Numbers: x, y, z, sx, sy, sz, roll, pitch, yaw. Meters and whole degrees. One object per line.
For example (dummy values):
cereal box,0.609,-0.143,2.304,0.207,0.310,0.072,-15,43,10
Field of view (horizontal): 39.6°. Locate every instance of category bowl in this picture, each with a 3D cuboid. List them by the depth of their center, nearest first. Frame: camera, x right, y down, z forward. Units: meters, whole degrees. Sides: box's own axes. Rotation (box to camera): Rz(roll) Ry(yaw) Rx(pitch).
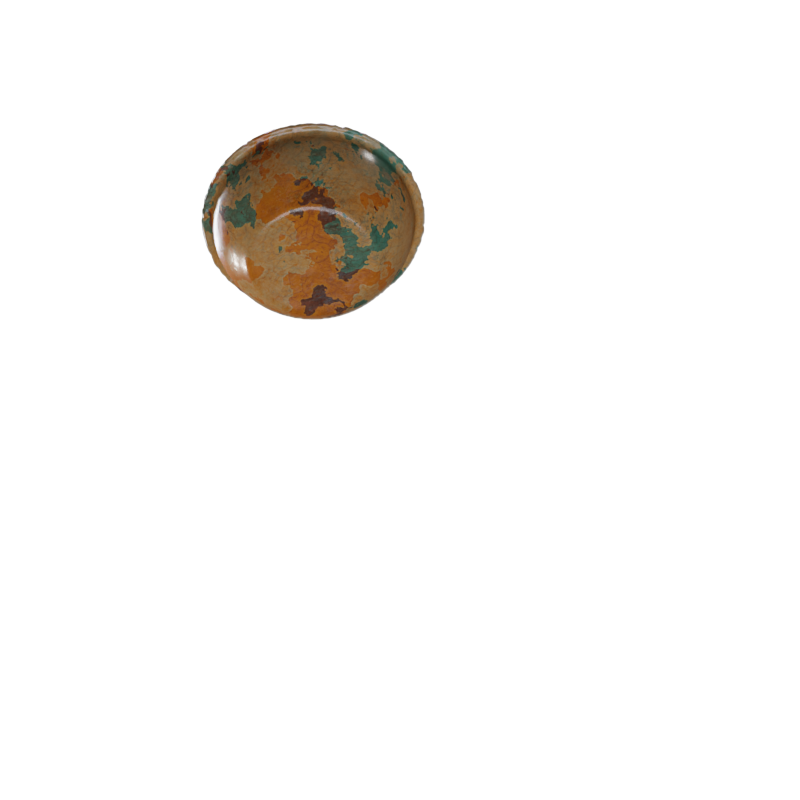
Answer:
bowl,-0.061,-0.112,0.784,0.162,0.152,0.059,1,36,-1
